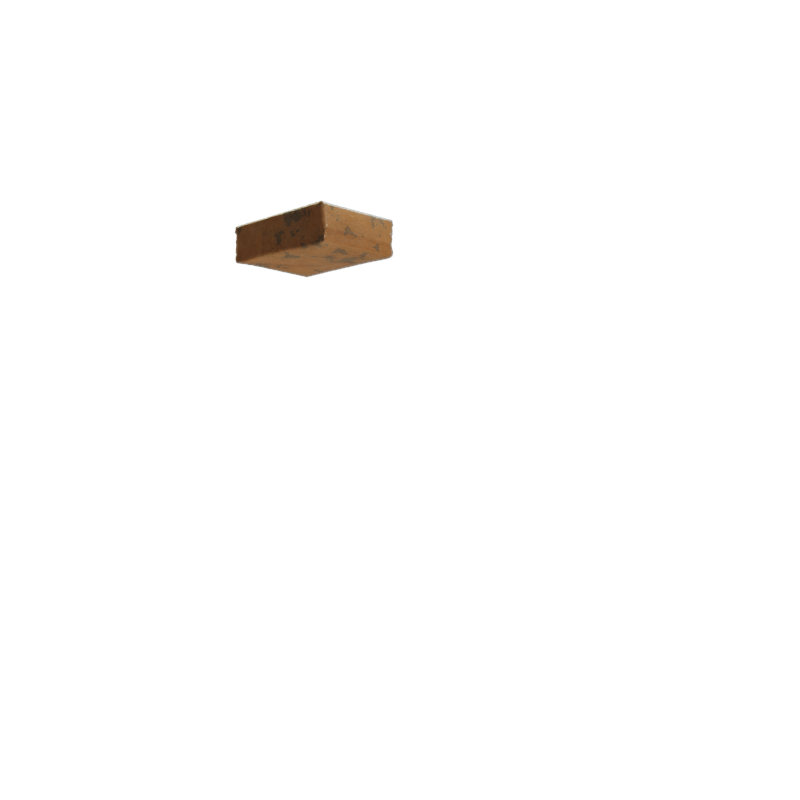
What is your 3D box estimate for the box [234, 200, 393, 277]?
[{"bbox_3d":[-0.076,-0.139,0.974,0.117,0.040,0.085,-5,-8,43],"label":"box"}]
